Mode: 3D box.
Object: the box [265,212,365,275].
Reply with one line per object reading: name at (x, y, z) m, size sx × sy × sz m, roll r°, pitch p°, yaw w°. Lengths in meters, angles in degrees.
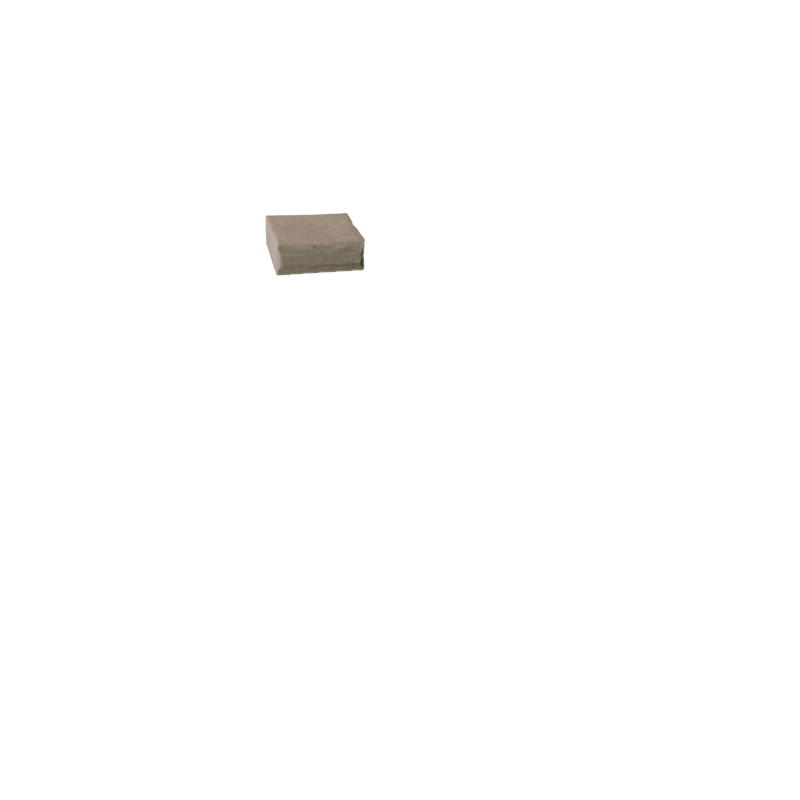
box at (-0.073, -0.133, 0.932) m, size 0.072 × 0.029 × 0.094 m, roll -4°, pitch 23°, yaw -9°
